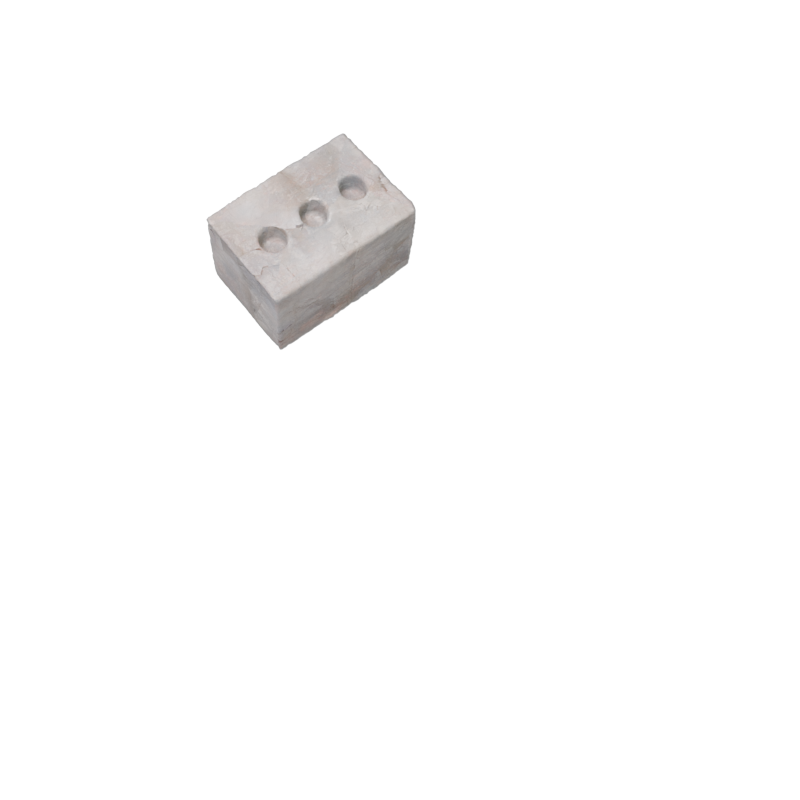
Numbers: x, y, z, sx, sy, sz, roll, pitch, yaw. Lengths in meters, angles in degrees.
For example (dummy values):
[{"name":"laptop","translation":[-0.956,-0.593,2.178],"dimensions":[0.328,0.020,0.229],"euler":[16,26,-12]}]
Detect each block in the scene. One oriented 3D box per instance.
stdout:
[{"name":"block","translation":[-0.039,-0.071,0.497],"dimensions":[0.078,0.056,0.048],"euler":[-36,-20,-18]}]
